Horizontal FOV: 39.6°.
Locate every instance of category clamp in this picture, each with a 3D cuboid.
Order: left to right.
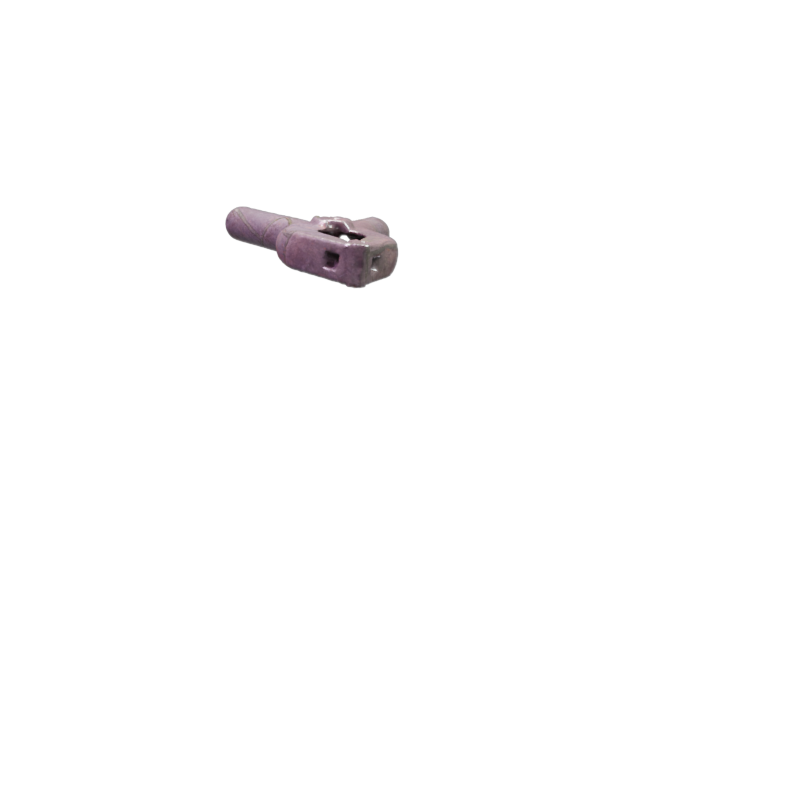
[{"bbox_3d":[-0.058,-0.106,0.744,0.119,0.038,0.177,-1,14,-6],"label":"clamp"}]
